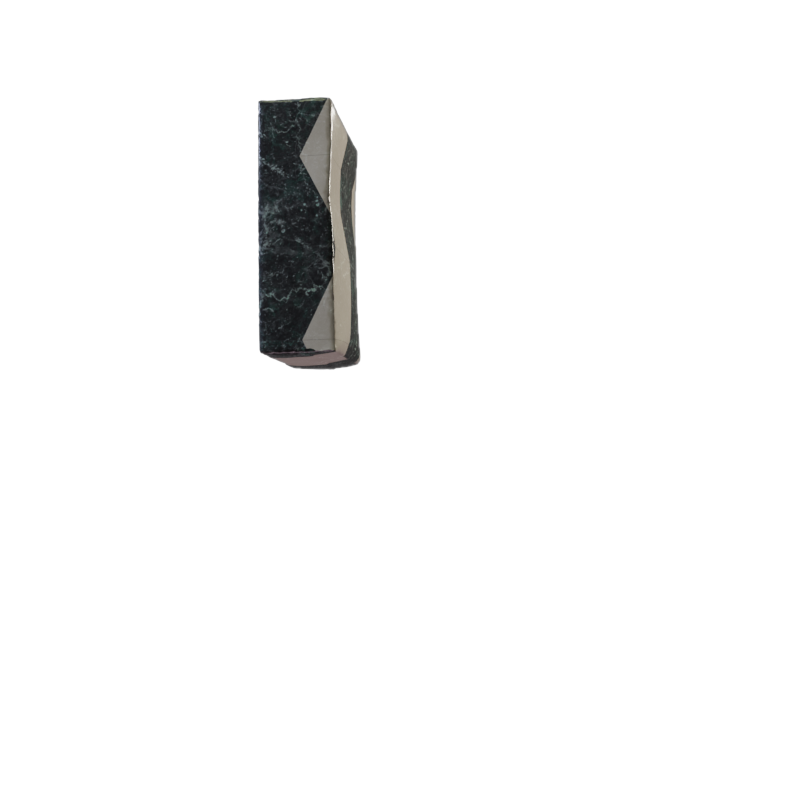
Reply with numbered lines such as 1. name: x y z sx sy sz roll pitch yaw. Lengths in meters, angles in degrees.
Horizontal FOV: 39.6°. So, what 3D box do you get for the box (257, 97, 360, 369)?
1. box: -0.077 -0.140 0.977 0.072 0.219 0.159 -2 -8 6
